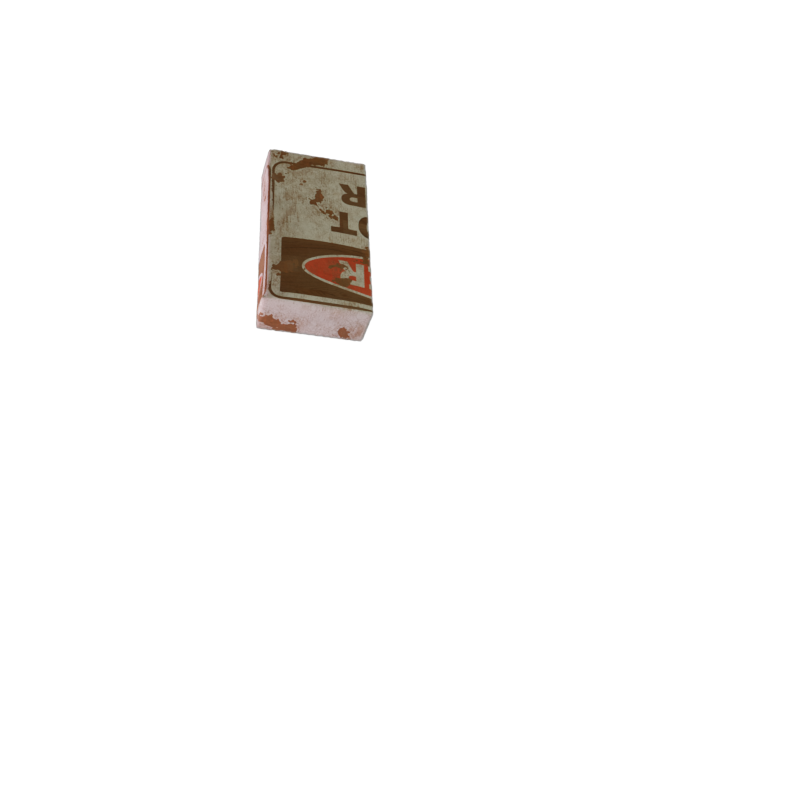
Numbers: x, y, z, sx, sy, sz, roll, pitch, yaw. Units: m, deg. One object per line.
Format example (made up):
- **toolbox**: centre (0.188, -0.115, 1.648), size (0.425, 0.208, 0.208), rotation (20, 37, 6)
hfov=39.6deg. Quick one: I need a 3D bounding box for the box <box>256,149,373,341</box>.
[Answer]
- **box**: centre (-0.075, -0.137, 0.959), size (0.092, 0.189, 0.045), rotation (7, -42, -11)
